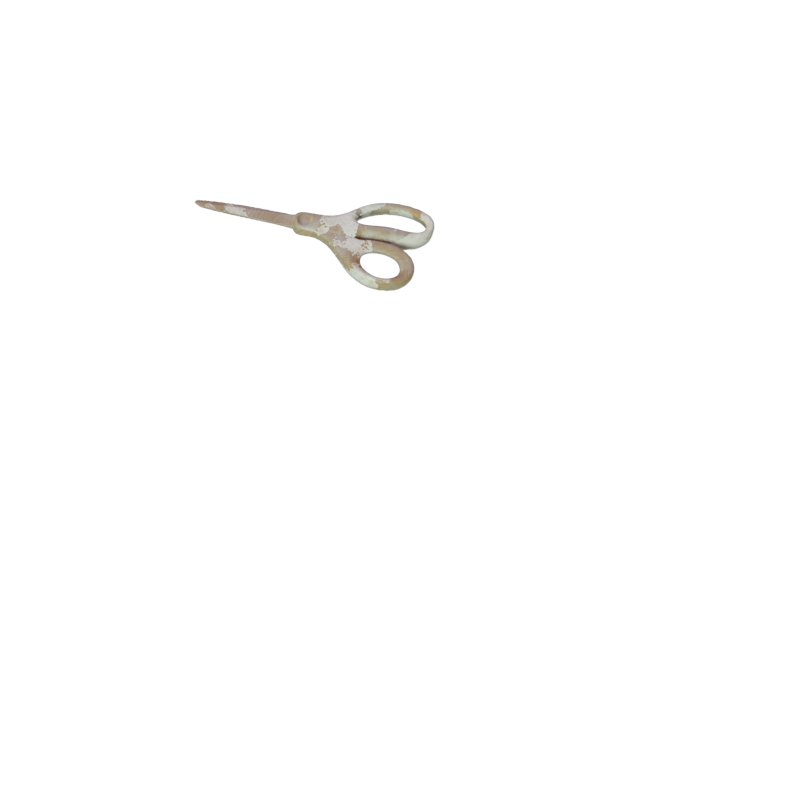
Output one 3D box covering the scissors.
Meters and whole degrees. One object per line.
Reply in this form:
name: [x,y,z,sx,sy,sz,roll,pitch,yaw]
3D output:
scissors: [-0.072,-0.131,0.918,0.201,0.103,0.015,-1,-38,-1]
